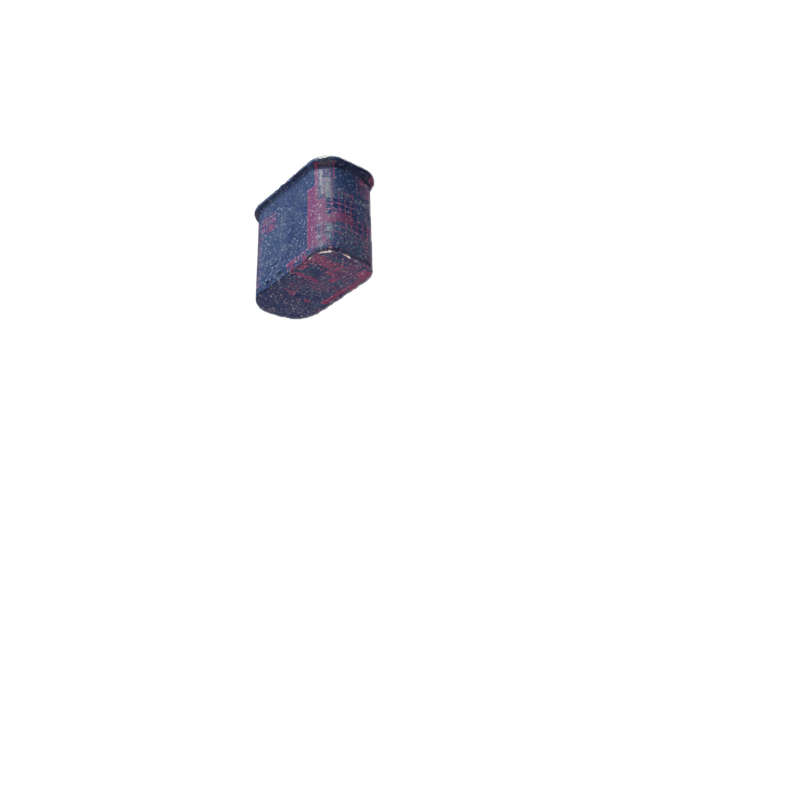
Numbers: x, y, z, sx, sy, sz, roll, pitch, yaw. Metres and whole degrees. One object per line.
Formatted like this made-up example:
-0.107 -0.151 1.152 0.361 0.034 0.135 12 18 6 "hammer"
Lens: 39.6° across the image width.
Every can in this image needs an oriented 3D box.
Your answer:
-0.065 -0.117 0.823 0.054 0.089 0.101 22 -38 -34 "can"
